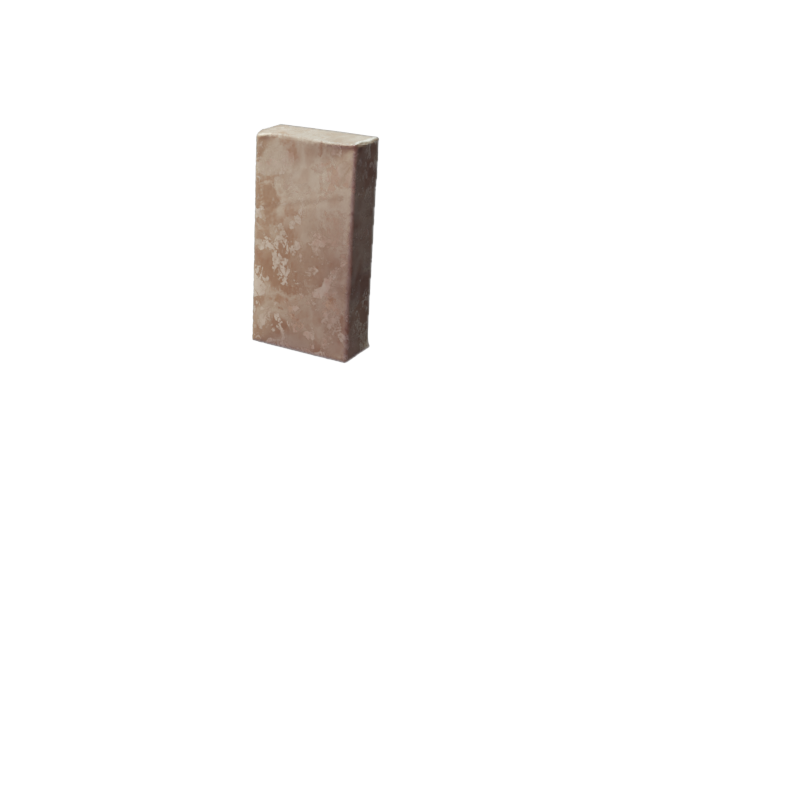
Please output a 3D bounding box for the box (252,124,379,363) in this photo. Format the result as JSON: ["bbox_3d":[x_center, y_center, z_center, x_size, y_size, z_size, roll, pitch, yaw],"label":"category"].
[{"bbox_3d":[-0.069,-0.126,0.882,0.097,0.169,0.048,12,21,28],"label":"box"}]
